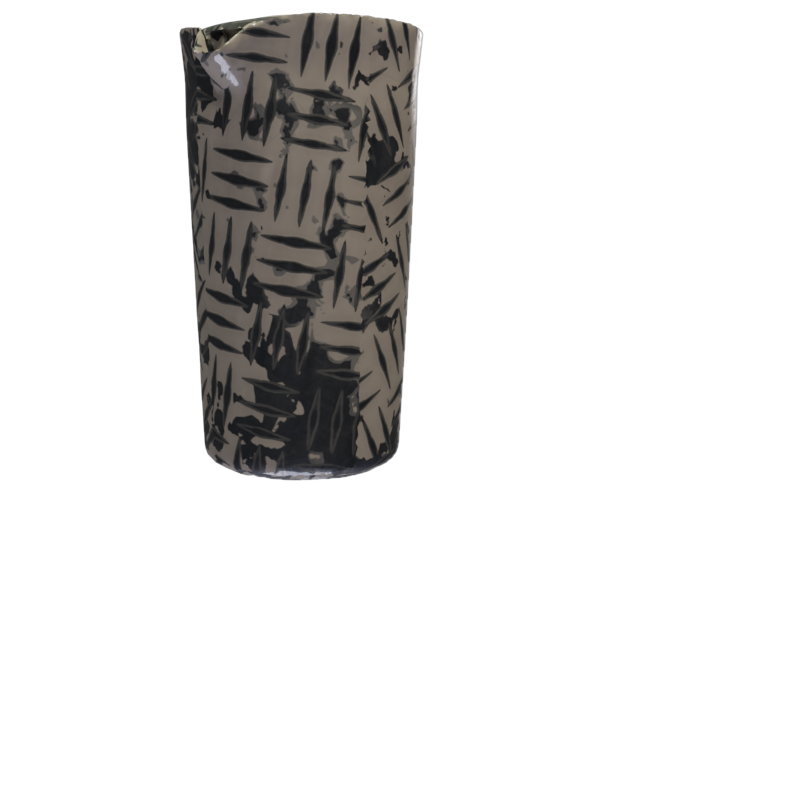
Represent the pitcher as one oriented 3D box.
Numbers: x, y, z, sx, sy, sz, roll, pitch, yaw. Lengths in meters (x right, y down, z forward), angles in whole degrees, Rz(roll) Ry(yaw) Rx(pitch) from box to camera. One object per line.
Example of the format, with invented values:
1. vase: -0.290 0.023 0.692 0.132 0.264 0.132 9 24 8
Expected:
1. pitcher: -0.049 -0.089 0.620 0.146 0.241 0.149 -1 4 -15
